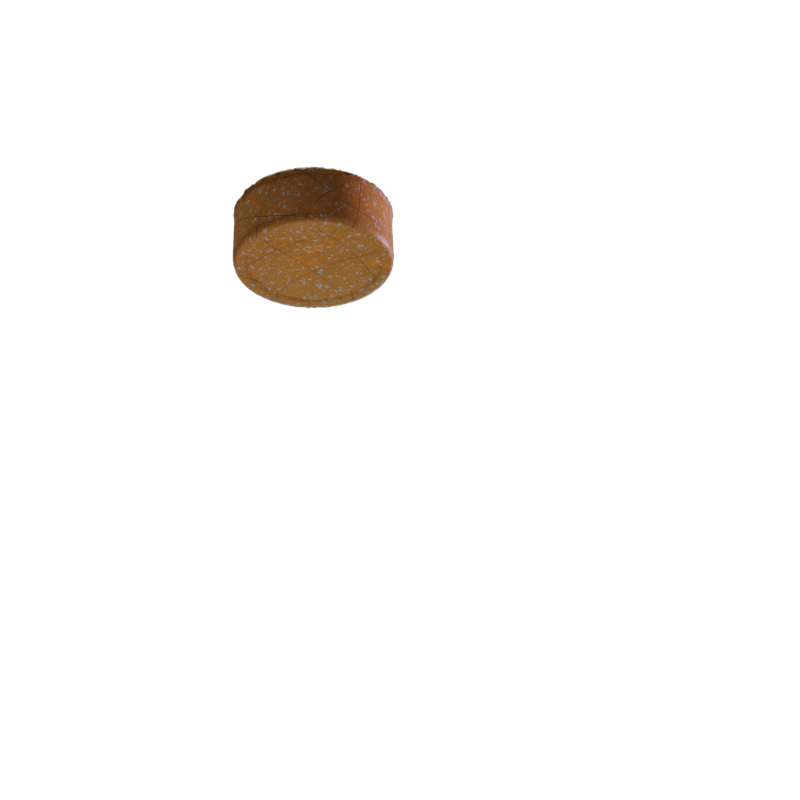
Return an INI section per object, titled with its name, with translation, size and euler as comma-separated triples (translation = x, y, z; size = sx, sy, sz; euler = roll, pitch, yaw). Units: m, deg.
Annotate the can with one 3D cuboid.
[can]
translation = -0.046, -0.084, 0.587
size = 0.086, 0.036, 0.081
euler = 1, -30, -2
